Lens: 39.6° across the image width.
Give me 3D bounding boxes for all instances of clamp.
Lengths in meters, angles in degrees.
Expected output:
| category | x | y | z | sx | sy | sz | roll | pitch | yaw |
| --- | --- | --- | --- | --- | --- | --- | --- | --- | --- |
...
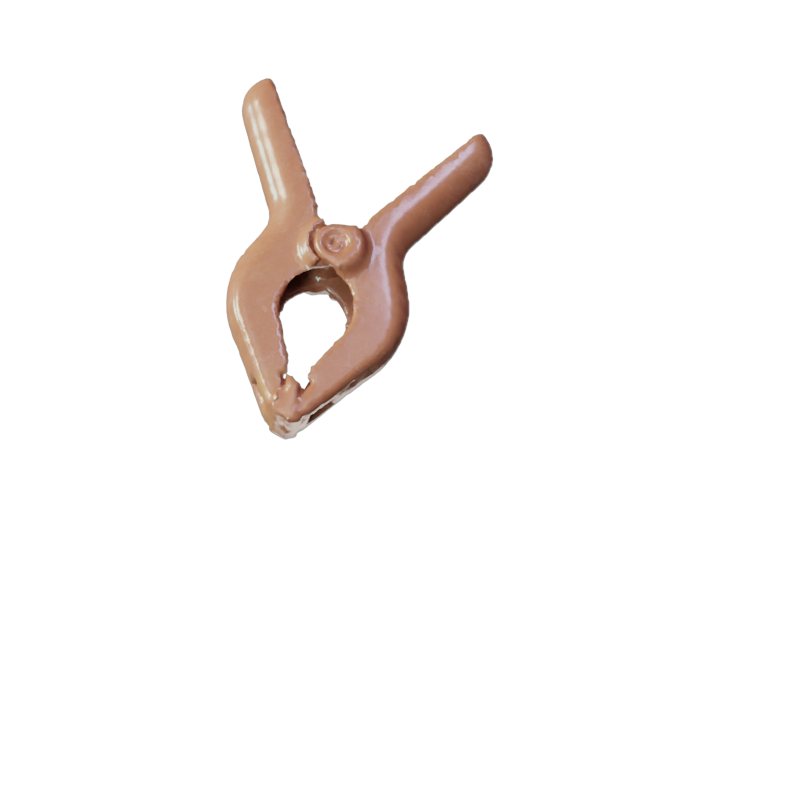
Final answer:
| category | x | y | z | sx | sy | sz | roll | pitch | yaw |
| --- | --- | --- | --- | --- | --- | --- | --- | --- | --- |
| clamp | -0.039 | -0.071 | 0.496 | 0.123 | 0.178 | 0.037 | 19 | -29 | 10 |
